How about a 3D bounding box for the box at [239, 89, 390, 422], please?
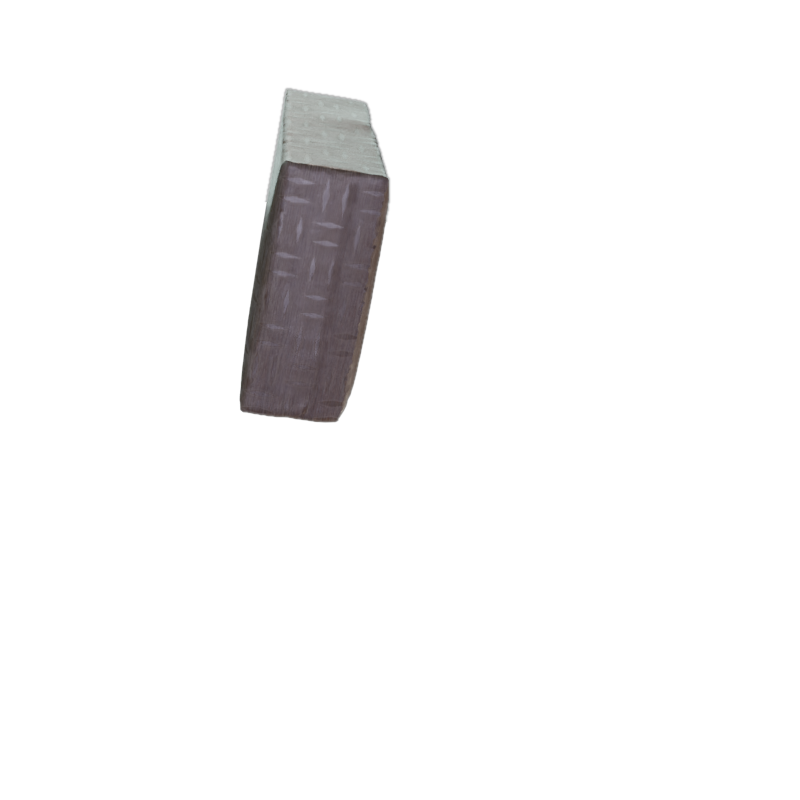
[{"bbox_3d":[-0.059,-0.107,0.752,0.071,0.158,0.225,9,23,-8],"label":"box"}]
